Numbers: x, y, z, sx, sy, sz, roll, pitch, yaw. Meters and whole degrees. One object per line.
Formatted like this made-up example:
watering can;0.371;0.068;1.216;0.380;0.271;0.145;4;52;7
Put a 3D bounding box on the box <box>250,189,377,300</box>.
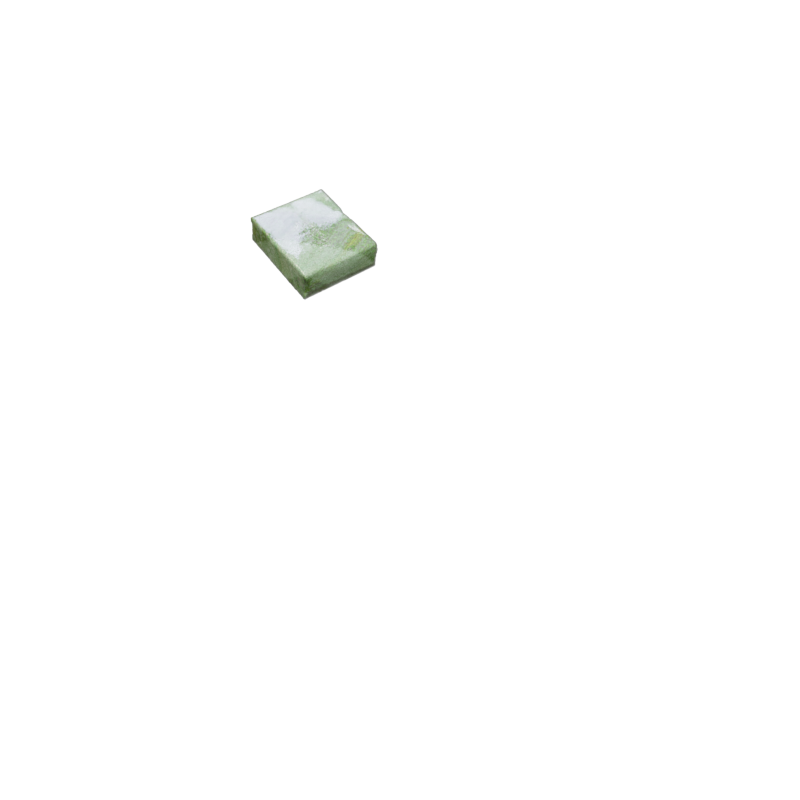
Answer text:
box;-0.074;-0.135;0.943;0.073;0.028;0.096;-26;52;-23
